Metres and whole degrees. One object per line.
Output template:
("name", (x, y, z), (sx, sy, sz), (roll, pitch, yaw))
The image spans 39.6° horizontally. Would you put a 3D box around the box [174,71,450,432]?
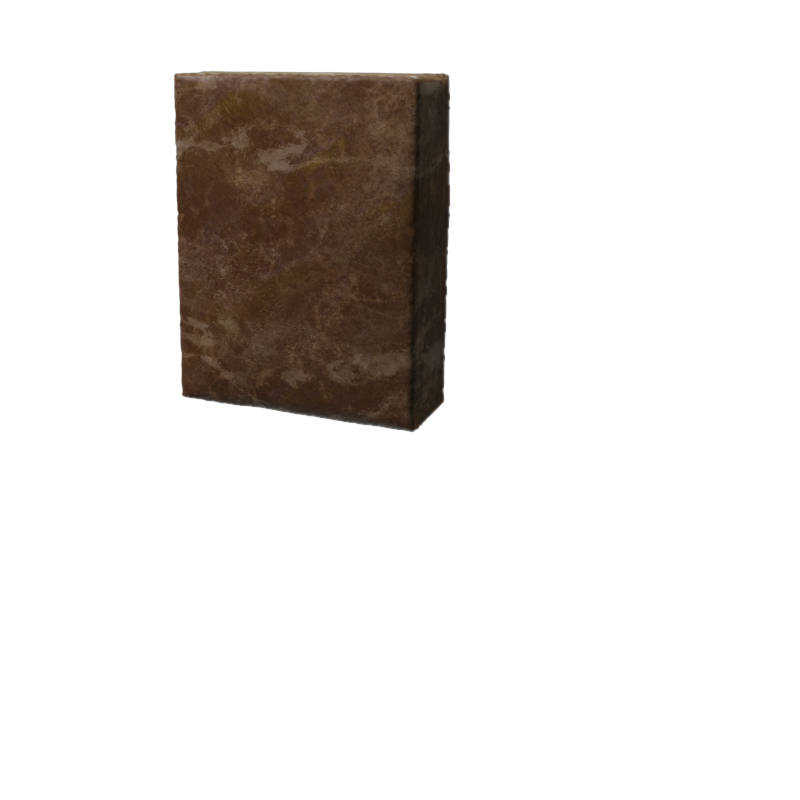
("box", (-0.055, -0.101, 0.704), (0.170, 0.208, 0.071), (6, 13, 22))
